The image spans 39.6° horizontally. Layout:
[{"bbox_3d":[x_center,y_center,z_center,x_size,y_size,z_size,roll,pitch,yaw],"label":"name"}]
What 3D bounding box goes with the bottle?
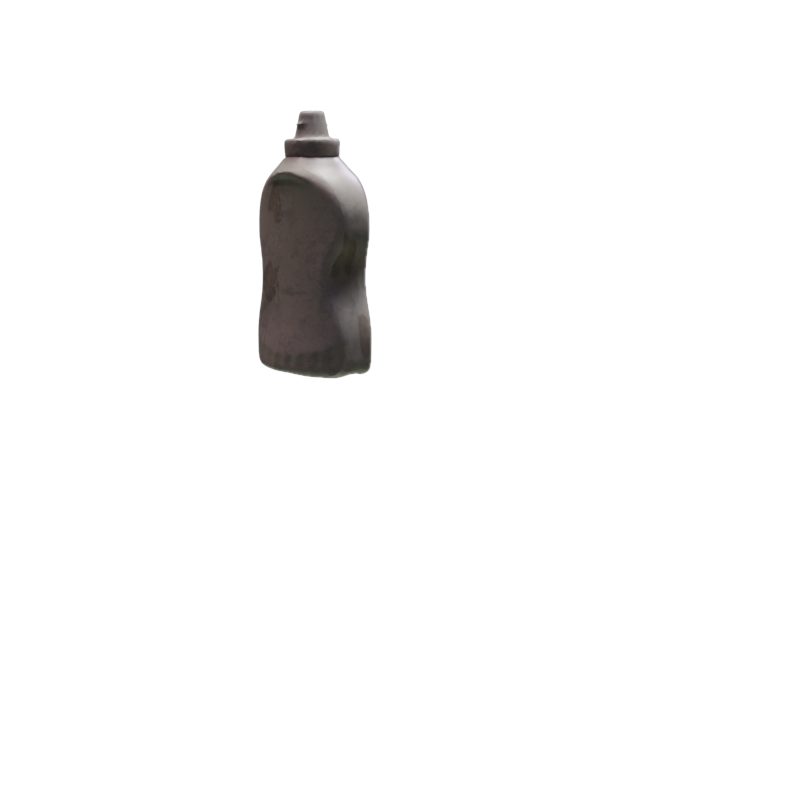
[{"bbox_3d":[-0.064,-0.117,0.819,0.056,0.190,0.100,-3,6,-42],"label":"bottle"}]
